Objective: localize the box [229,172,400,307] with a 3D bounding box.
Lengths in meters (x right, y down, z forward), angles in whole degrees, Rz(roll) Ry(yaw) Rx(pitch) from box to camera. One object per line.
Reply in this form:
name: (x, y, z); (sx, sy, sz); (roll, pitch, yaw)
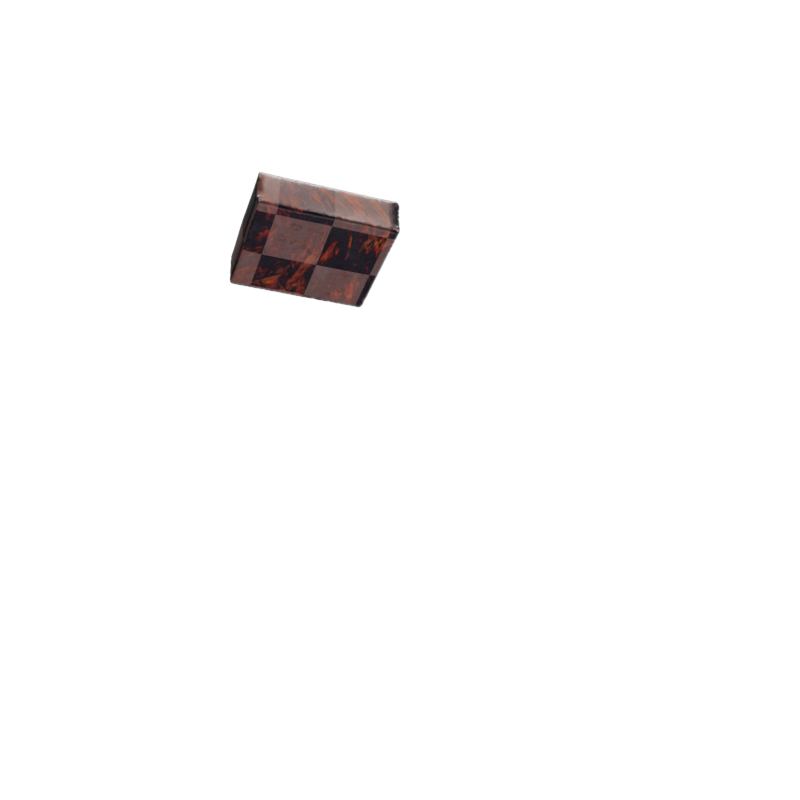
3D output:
box: (-0.053, -0.097, 0.677); (0.087, 0.032, 0.070); (11, -41, -13)
